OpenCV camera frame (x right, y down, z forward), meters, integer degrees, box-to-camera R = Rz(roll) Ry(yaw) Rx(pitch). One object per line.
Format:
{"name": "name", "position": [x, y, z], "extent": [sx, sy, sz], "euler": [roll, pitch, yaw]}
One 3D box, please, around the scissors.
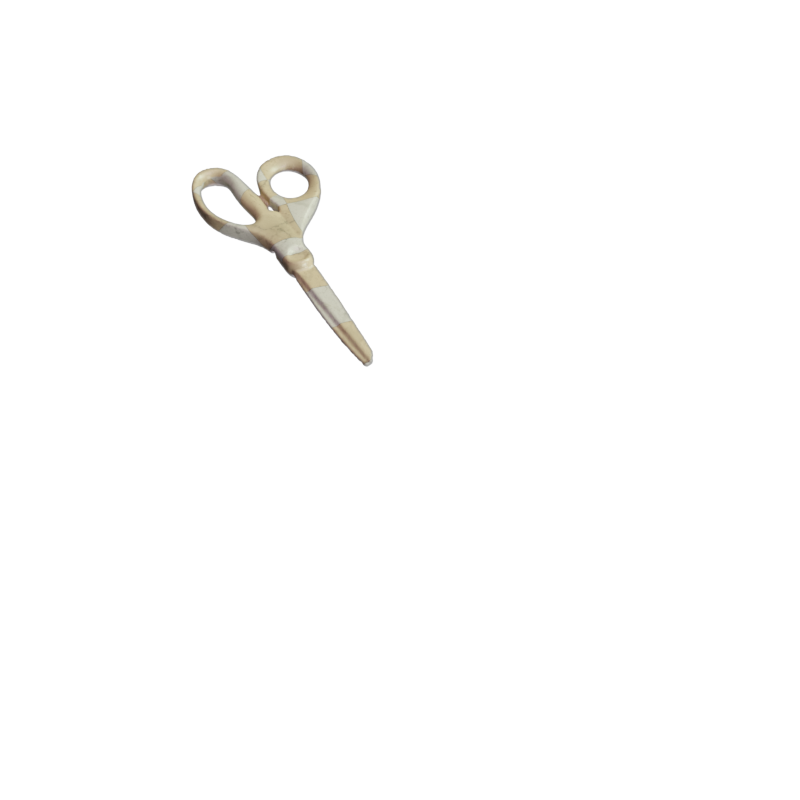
{"name": "scissors", "position": [-0.057, -0.103, 0.725], "extent": [0.097, 0.015, 0.215], "euler": [-34, 56, -27]}
